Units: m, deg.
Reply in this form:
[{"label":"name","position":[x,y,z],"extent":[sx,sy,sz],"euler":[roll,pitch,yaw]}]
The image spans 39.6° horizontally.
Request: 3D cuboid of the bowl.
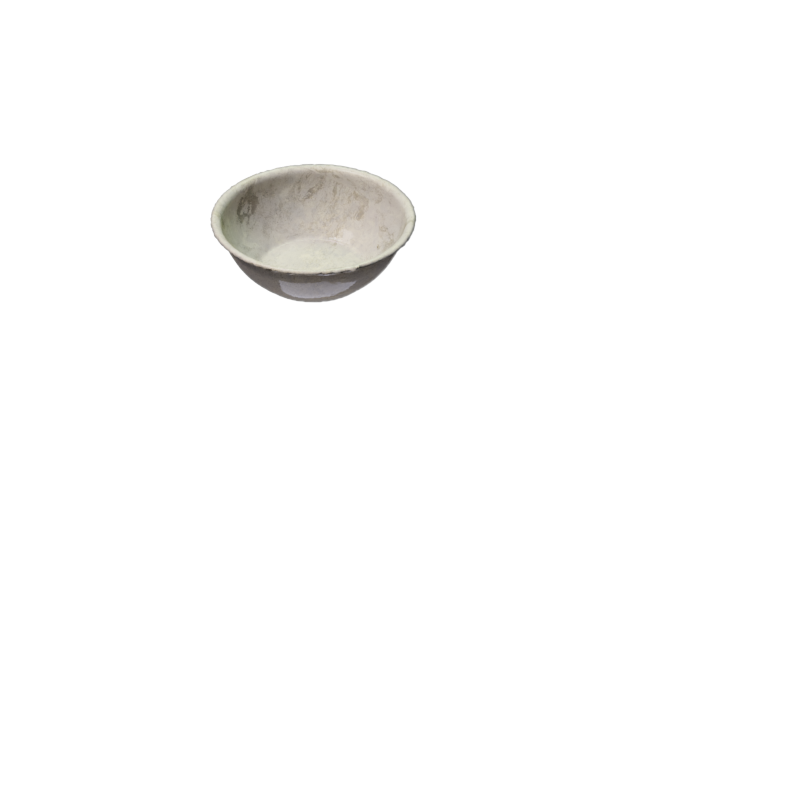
[{"label":"bowl","position":[-0.069,-0.126,0.884],"extent":[0.162,0.051,0.174],"euler":[-1,39,-2]}]
